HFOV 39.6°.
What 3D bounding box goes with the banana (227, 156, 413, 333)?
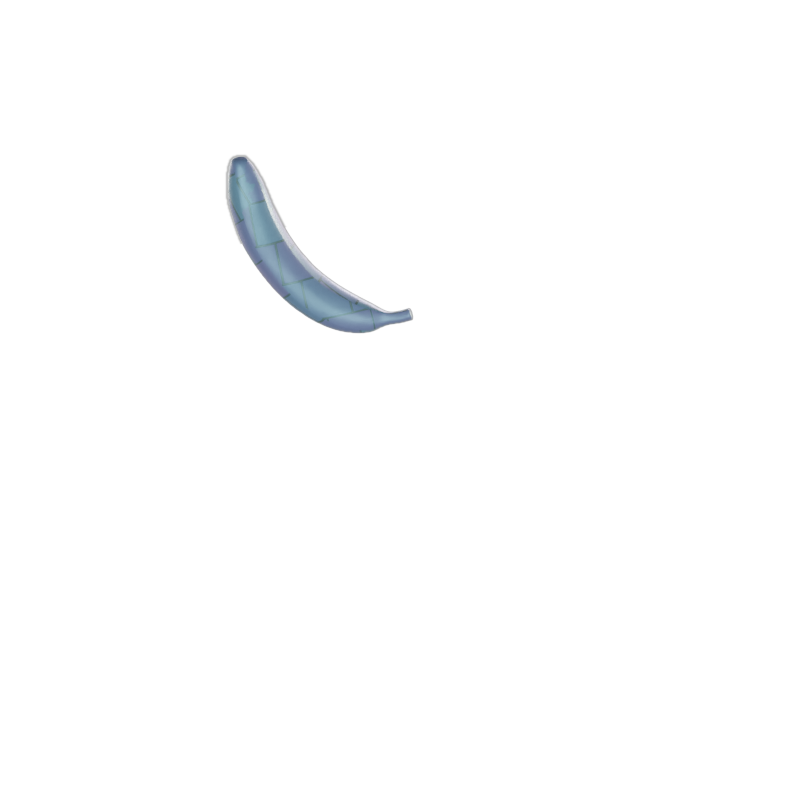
[{"bbox_3d":[-0.081,-0.115,0.909,0.191,0.069,0.038,41,15,-14],"label":"banana"}]
